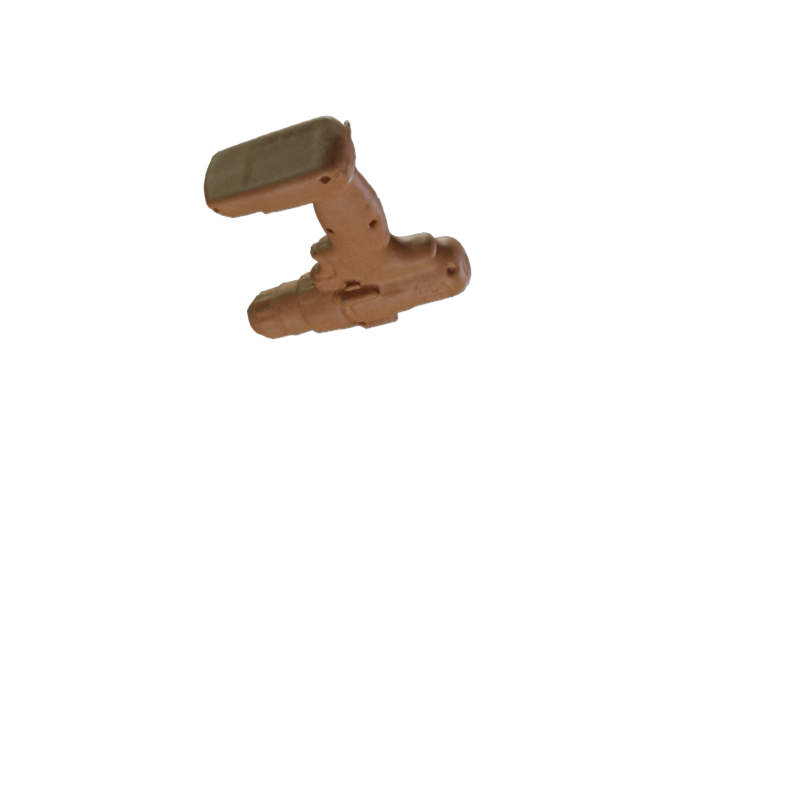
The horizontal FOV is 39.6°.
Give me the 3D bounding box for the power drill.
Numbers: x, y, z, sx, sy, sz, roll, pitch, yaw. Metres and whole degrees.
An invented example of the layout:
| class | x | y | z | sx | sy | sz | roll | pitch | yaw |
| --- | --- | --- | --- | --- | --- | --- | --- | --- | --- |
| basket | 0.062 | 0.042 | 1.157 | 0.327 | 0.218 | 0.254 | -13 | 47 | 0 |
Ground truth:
| class | x | y | z | sx | sy | sz | roll | pitch | yaw |
| --- | --- | --- | --- | --- | --- | --- | --- | --- | --- |
| power drill | -0.063 | -0.115 | 0.805 | 0.186 | 0.061 | 0.173 | -15 | -35 | 21 |
